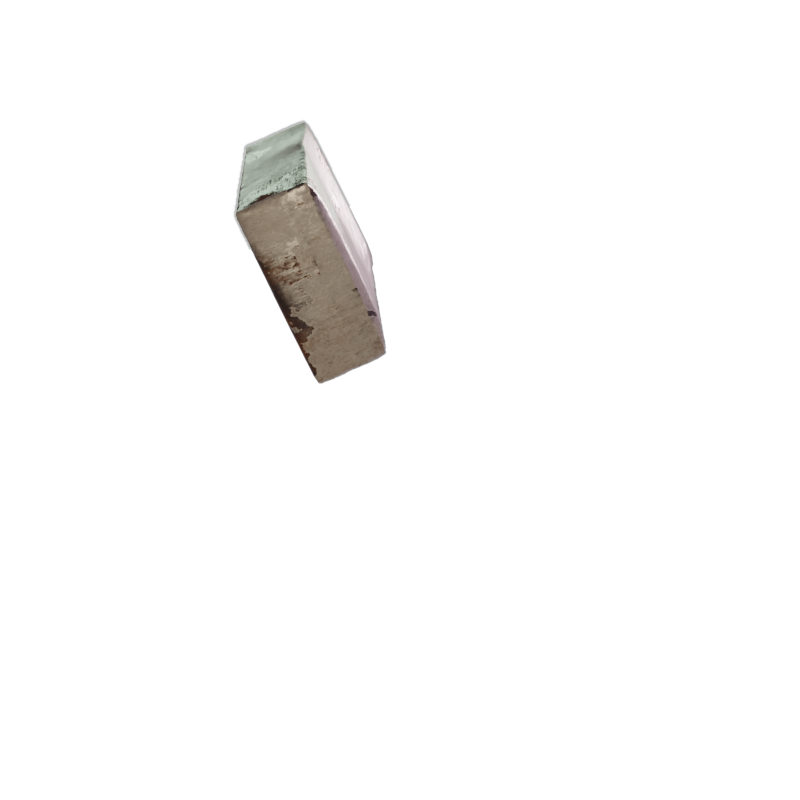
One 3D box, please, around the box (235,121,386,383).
[{"bbox_3d":[-0.076,-0.139,0.972,0.072,0.156,0.225,-23,23,7],"label":"box"}]
